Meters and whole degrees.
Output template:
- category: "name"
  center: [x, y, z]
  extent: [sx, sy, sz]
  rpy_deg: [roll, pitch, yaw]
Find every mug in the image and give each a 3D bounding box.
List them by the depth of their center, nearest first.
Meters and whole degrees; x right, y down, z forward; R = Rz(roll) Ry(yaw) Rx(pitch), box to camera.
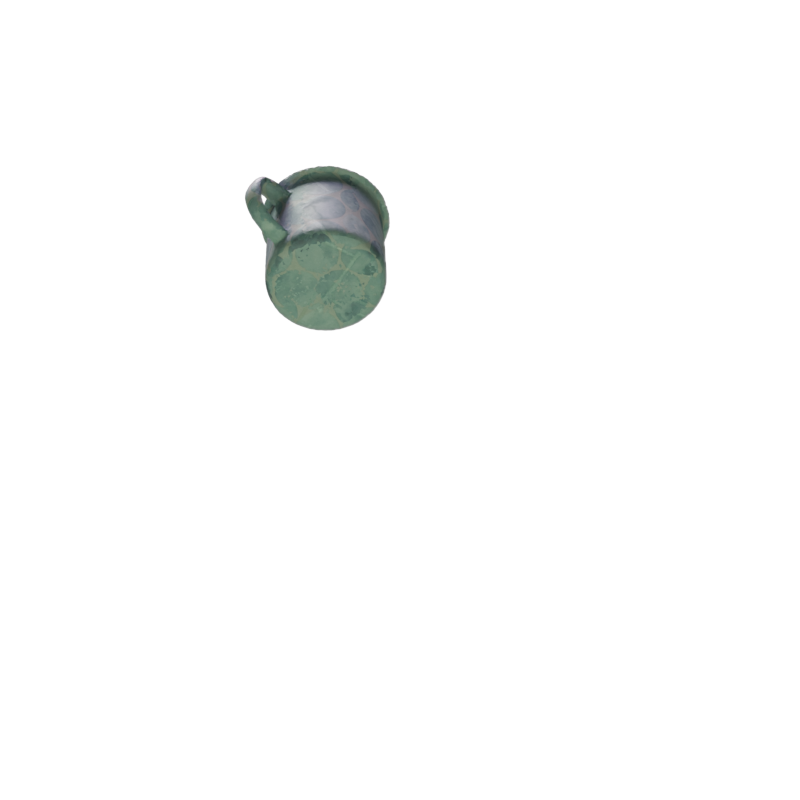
- category: "mug"
  center: [-0.060, -0.109, 0.763]
  extent: [0.092, 0.087, 0.111]
  rpy_deg: [-38, -61, 23]
